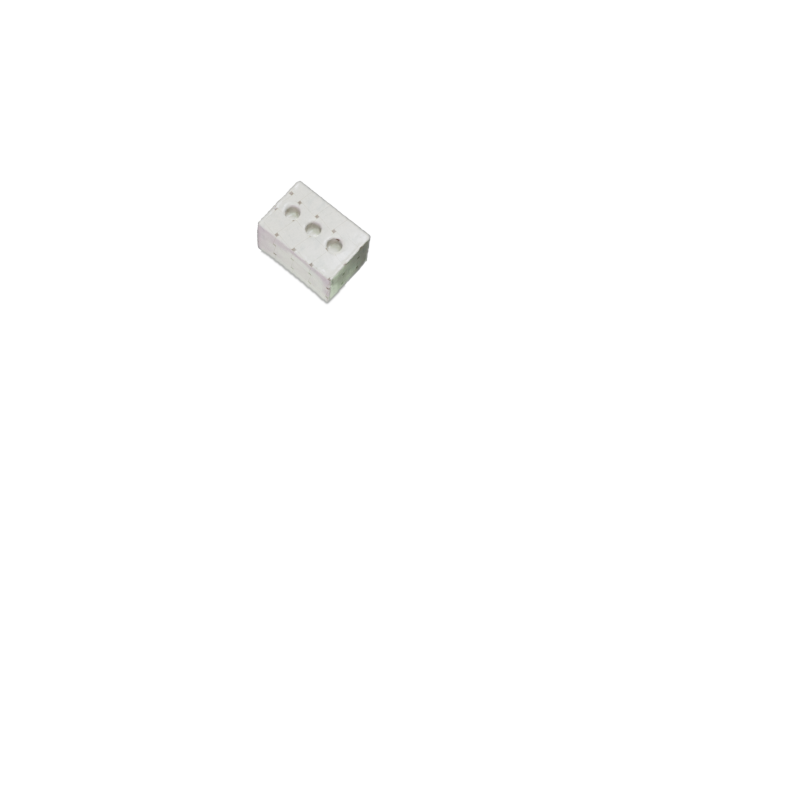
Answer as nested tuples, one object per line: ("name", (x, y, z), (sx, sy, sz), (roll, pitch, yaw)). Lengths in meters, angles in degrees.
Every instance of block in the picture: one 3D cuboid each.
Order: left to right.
("block", (-0.070, -0.127, 0.891), (0.081, 0.053, 0.049), (38, -17, 13))
